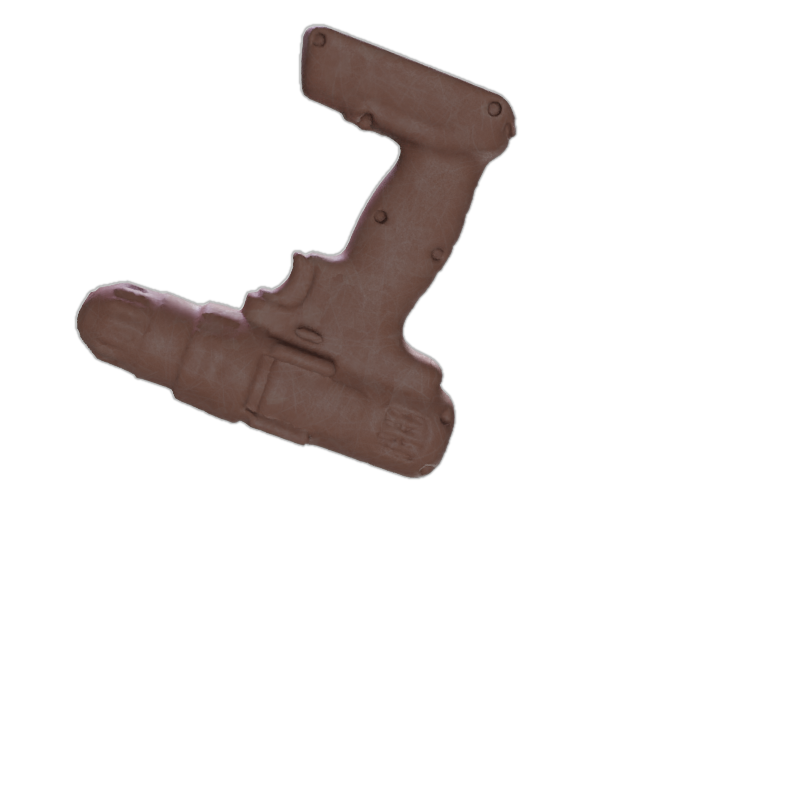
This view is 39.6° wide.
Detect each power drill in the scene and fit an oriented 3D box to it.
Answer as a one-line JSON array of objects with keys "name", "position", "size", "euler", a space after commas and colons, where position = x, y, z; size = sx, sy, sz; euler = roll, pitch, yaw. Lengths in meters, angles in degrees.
[{"name": "power drill", "position": [-0.041, -0.074, 0.518], "size": [0.183, 0.185, 0.058], "euler": [20, 6, -3]}]
